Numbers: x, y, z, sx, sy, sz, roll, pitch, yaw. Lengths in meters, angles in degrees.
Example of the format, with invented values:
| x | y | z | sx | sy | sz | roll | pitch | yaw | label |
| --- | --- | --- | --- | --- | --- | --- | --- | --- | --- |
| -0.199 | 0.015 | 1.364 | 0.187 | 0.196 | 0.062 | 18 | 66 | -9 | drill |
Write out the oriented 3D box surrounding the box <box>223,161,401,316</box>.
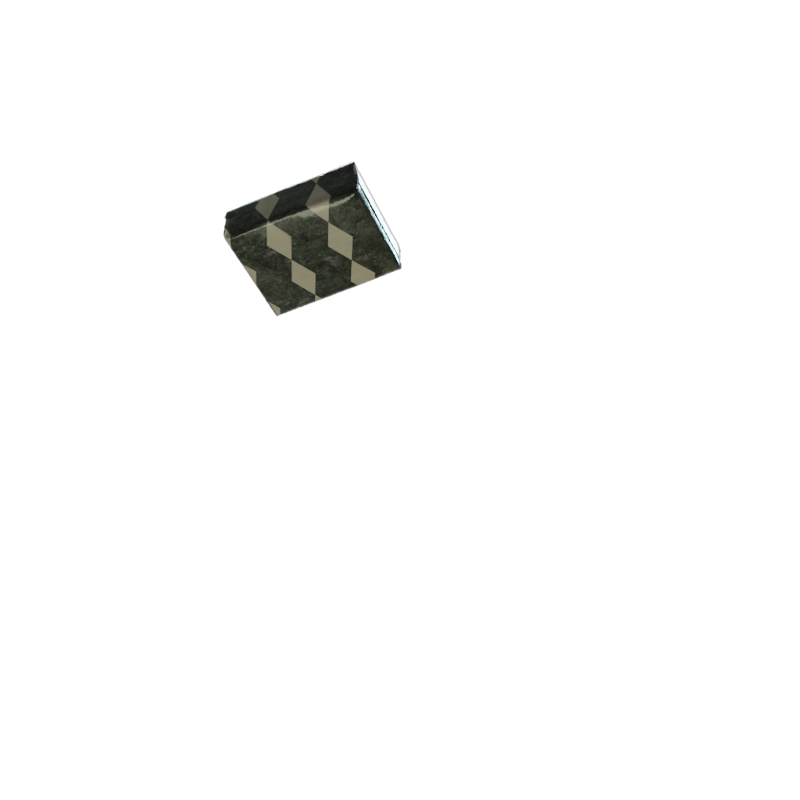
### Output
| x | y | z | sx | sy | sz | roll | pitch | yaw | label |
| --- | --- | --- | --- | --- | --- | --- | --- | --- | --- |
| -0.067 | -0.123 | 0.859 | 0.114 | 0.042 | 0.083 | -18 | -49 | 16 | box |
